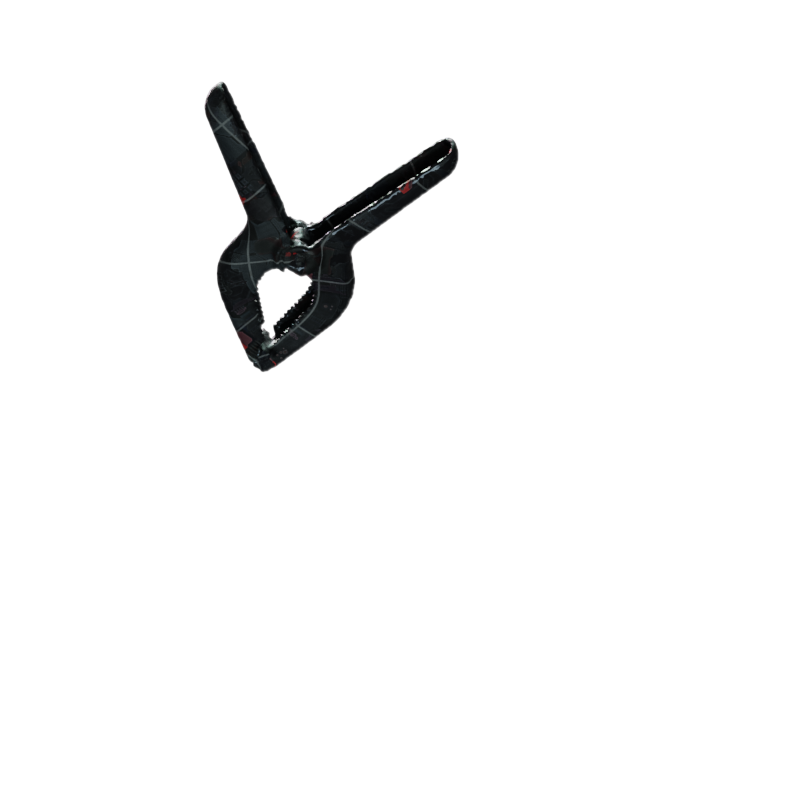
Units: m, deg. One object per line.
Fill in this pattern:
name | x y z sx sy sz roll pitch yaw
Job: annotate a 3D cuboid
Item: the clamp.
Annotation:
clamp | -0.058 -0.106 0.745 0.163 0.198 0.039 9 34 -6
